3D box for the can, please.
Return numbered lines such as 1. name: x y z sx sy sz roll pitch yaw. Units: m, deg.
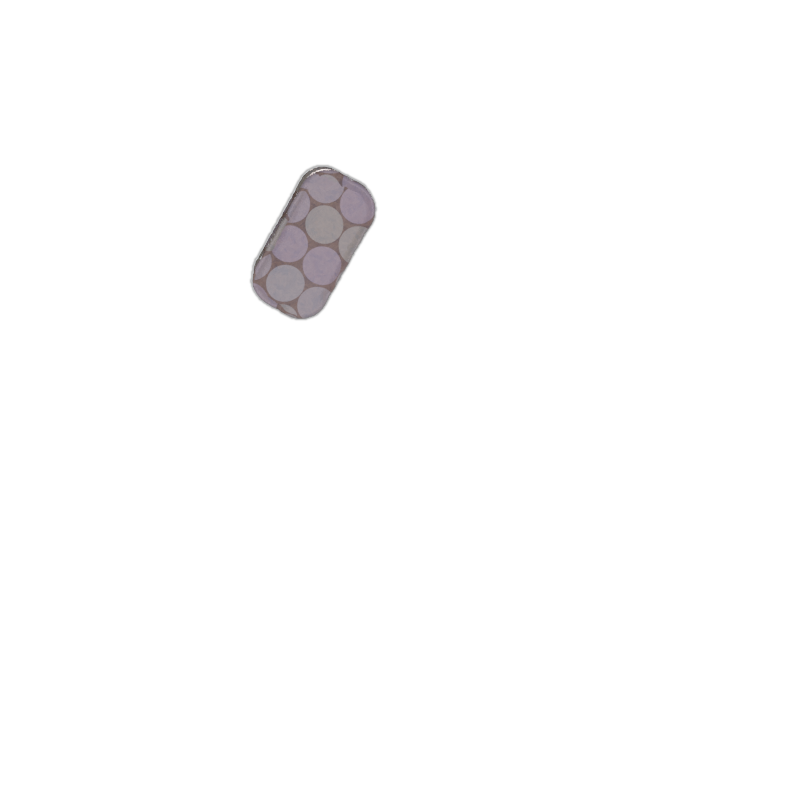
1. can: -0.058 -0.106 0.743 0.057 0.101 0.085 29 4 -7
